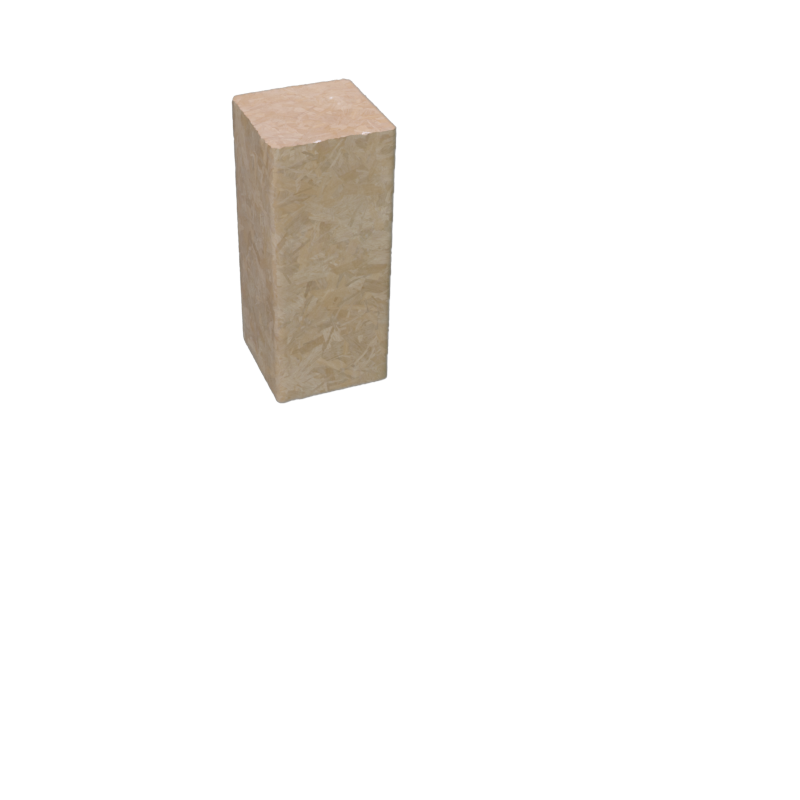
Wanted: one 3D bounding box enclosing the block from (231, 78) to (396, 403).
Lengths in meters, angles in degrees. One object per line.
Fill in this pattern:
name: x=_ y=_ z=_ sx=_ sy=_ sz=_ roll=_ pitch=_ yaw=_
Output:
block: x=-0.063 y=-0.113 z=0.794 sx=0.089 sy=0.193 sz=0.098 roll=-12 pitch=37 yaw=-19
